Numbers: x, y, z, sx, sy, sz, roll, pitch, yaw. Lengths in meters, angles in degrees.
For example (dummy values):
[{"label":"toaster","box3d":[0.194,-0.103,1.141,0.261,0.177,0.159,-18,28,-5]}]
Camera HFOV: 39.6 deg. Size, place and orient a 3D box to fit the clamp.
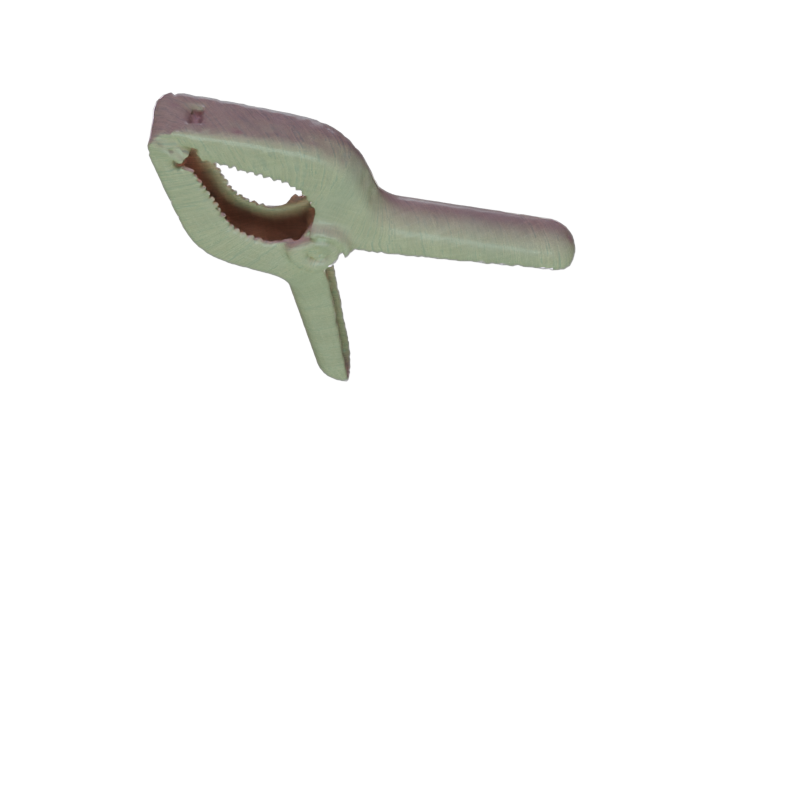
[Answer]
[{"label":"clamp","box3d":[-0.043,-0.078,0.543,0.198,0.039,0.163,25,-43,-31]}]
